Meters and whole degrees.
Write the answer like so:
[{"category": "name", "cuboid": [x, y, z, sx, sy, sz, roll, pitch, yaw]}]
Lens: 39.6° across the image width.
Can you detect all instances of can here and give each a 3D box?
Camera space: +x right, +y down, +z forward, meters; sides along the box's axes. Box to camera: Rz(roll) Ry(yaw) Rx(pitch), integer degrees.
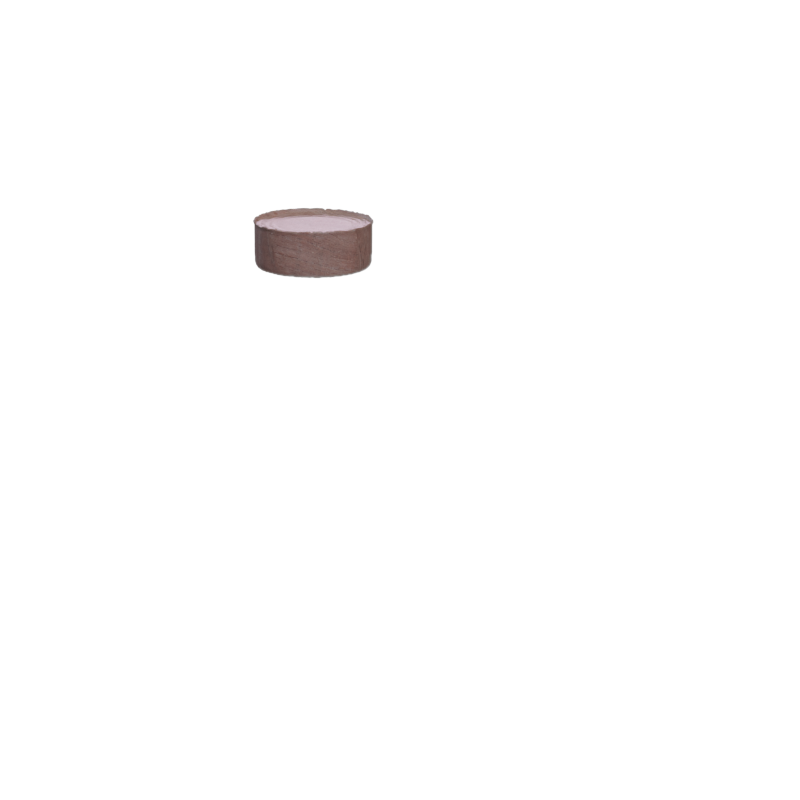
[{"category": "can", "cuboid": [-0.062, -0.114, 0.796, 0.086, 0.032, 0.089, -1, 19, -2]}]
